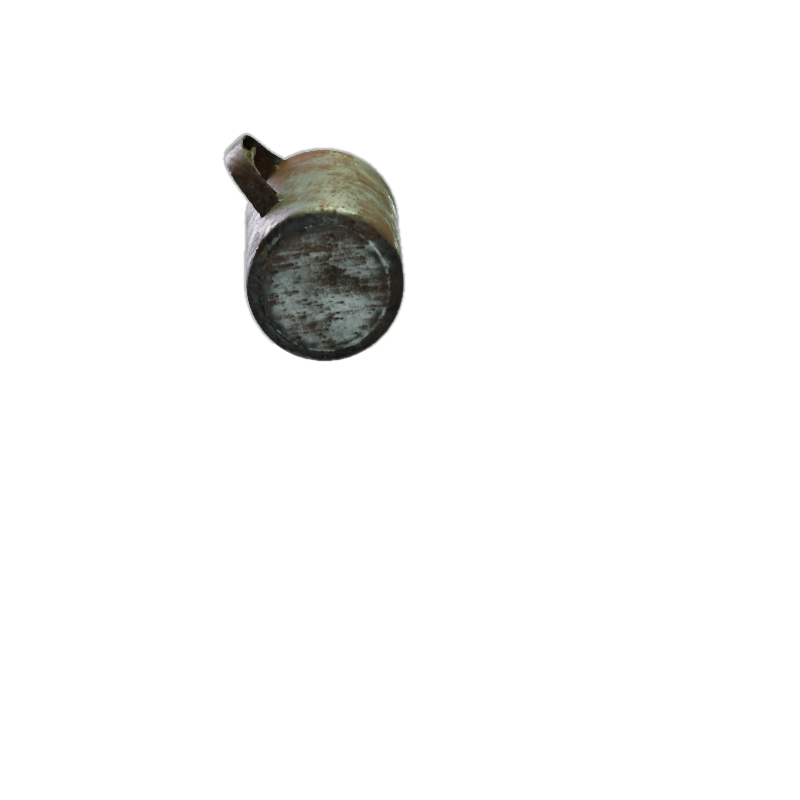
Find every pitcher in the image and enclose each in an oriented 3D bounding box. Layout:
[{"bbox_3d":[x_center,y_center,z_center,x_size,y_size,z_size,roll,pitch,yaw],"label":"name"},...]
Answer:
[{"bbox_3d":[-0.067,-0.122,0.856,0.149,0.141,0.252,3,17,-4],"label":"pitcher"}]
